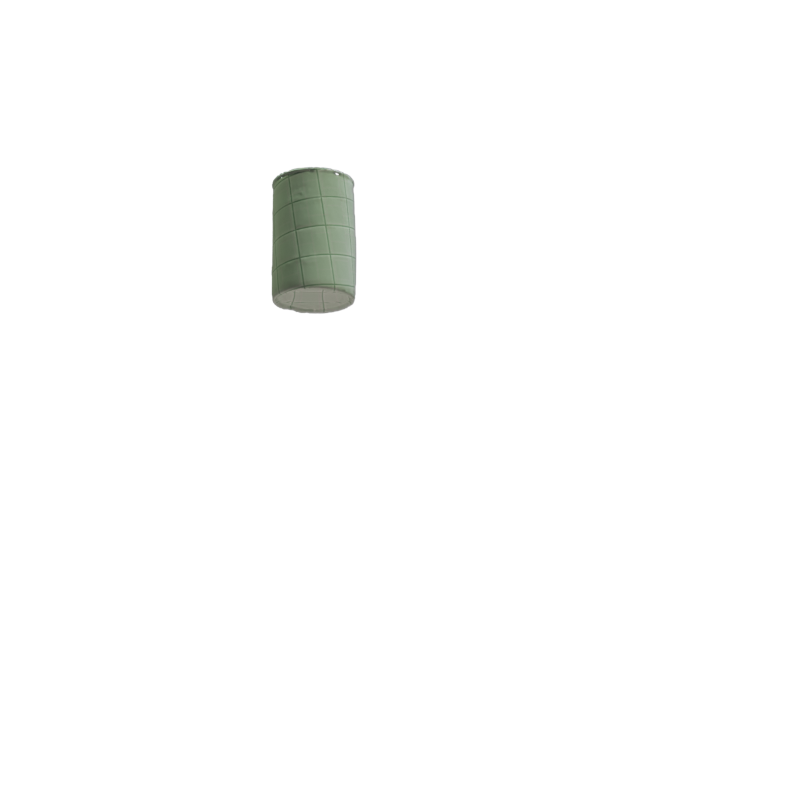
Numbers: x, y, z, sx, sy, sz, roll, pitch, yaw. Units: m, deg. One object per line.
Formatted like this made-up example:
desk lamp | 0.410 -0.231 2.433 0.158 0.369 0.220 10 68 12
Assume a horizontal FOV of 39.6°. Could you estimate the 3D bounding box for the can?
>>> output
can | -0.070 -0.127 0.893 0.068 0.107 0.066 0 -18 -2
